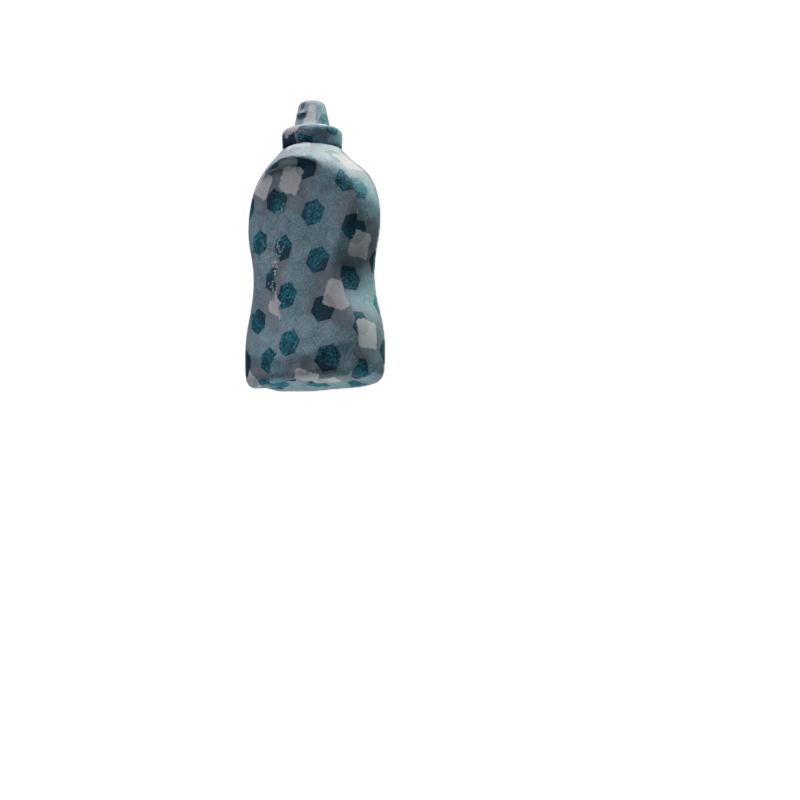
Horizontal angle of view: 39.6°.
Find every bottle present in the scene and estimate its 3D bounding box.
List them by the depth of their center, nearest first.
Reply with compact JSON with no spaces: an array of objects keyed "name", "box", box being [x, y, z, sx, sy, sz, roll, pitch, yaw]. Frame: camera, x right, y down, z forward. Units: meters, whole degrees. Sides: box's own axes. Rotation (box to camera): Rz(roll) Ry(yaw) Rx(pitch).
[{"name":"bottle","box":[-0.058,-0.105,0.732,0.098,0.198,0.055,-10,-15,38]}]
